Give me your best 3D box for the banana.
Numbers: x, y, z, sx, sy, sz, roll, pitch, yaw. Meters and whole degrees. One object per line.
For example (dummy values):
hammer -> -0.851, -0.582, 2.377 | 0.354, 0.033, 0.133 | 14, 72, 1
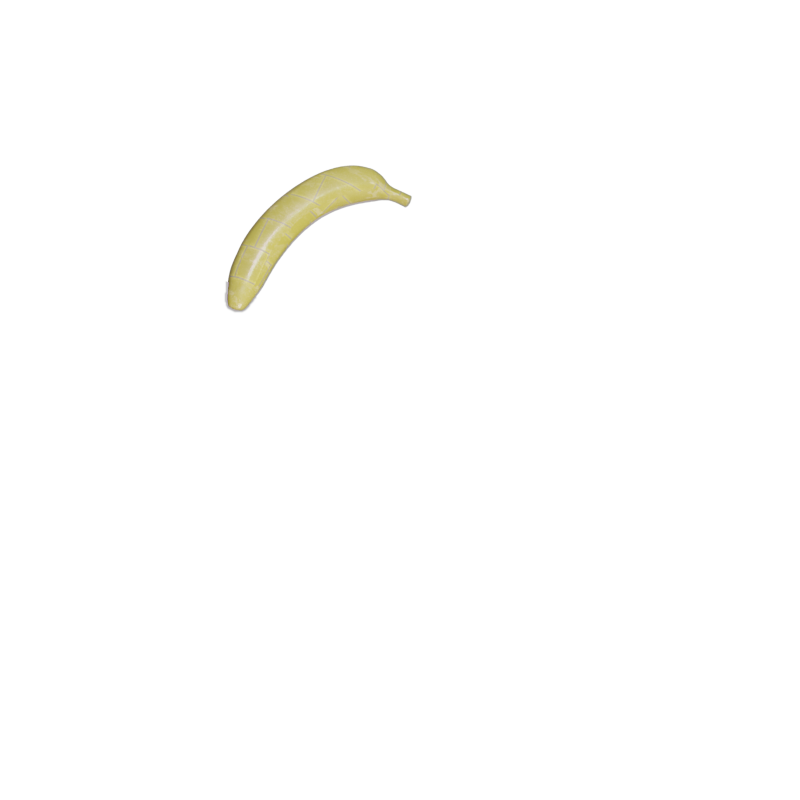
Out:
banana -> -0.085, -0.157, 0.989 | 0.198, 0.073, 0.035 | -35, -18, -15
